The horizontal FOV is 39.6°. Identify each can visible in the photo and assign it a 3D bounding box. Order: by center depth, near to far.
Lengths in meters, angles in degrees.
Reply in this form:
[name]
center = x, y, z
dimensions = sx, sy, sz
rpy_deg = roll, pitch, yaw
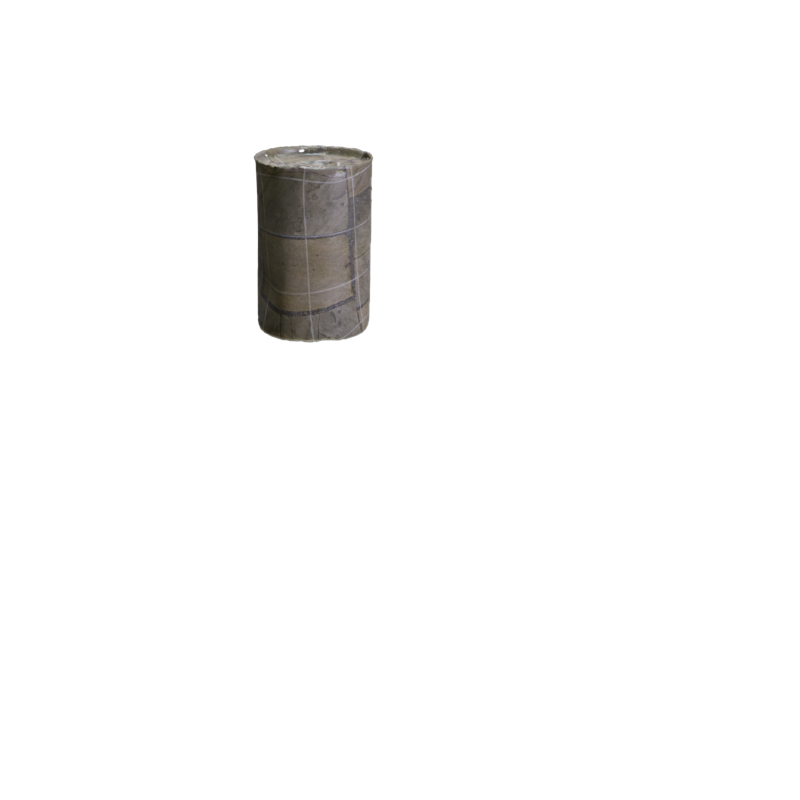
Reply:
[can]
center = -0.050, -0.092, 0.643
dimensions = 0.068, 0.098, 0.071
rpy_deg = 0, 18, -2
